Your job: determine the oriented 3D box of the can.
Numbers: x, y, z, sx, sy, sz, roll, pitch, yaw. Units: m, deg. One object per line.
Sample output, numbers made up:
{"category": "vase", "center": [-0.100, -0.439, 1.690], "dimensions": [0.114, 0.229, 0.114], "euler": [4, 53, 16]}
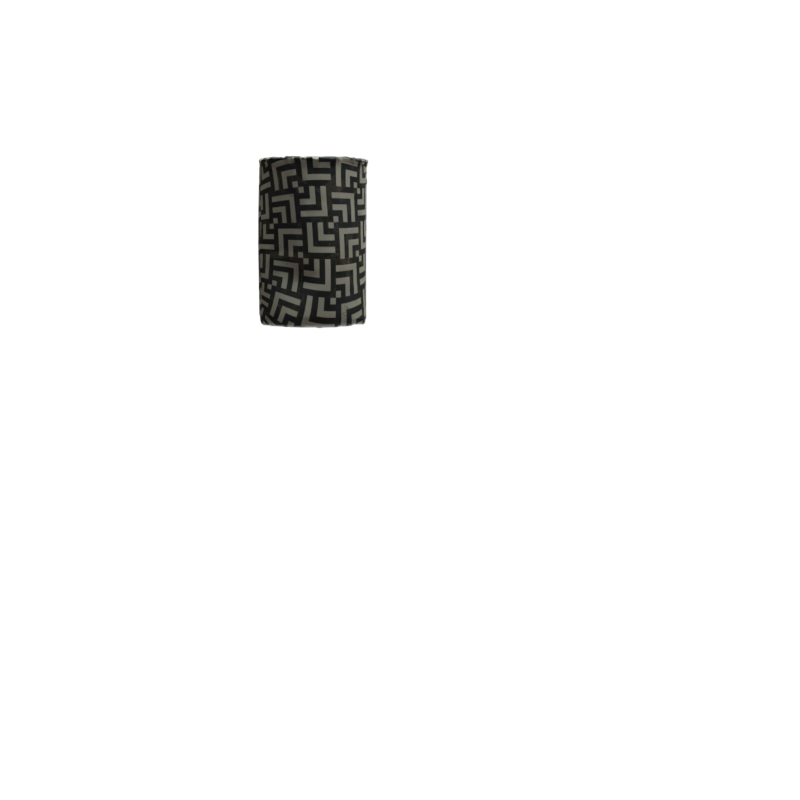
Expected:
{"category": "can", "center": [-0.054, -0.098, 0.686], "dimensions": [0.068, 0.102, 0.069], "euler": [0, 2, -2]}
